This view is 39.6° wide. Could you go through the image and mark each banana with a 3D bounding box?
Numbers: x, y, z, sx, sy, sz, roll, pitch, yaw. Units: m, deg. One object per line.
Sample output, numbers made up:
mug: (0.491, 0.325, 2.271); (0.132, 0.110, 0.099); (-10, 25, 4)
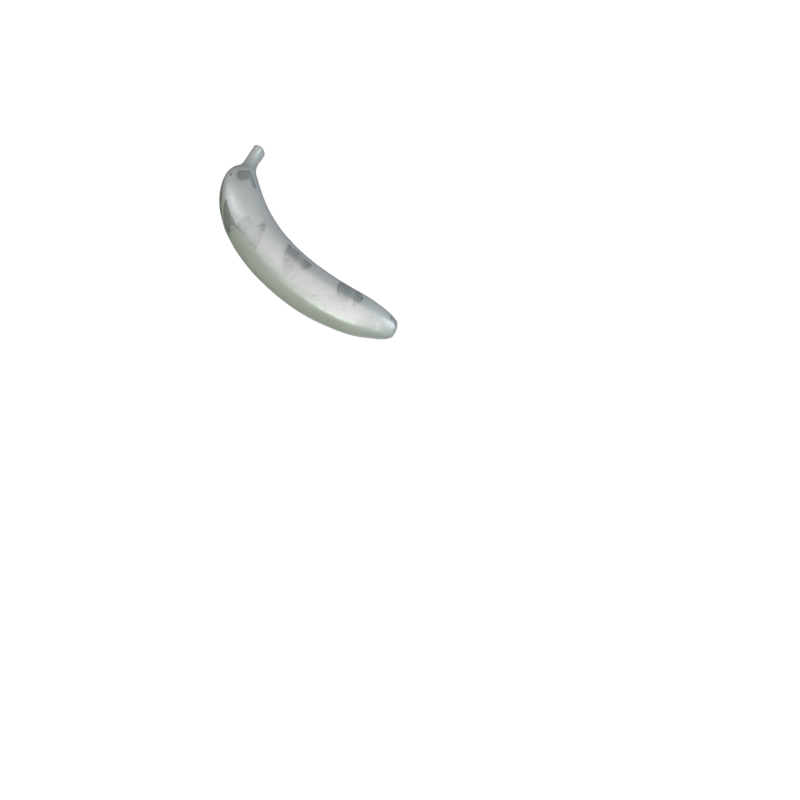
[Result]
banana: (-0.083, -0.114, 0.841); (0.070, 0.209, 0.035); (-31, -21, -14)
